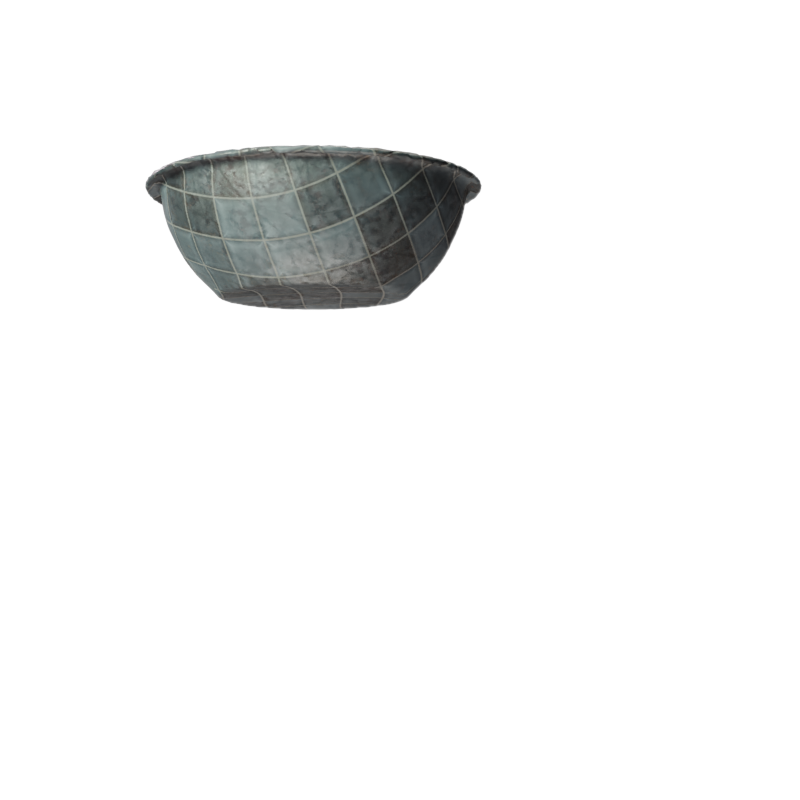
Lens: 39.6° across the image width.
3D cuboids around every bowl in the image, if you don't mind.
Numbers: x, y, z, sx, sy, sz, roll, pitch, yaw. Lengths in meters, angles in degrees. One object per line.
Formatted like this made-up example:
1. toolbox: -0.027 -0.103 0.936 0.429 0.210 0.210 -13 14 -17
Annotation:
1. bowl: -0.042 -0.076 0.533 0.162 0.056 0.160 0 -4 -2
